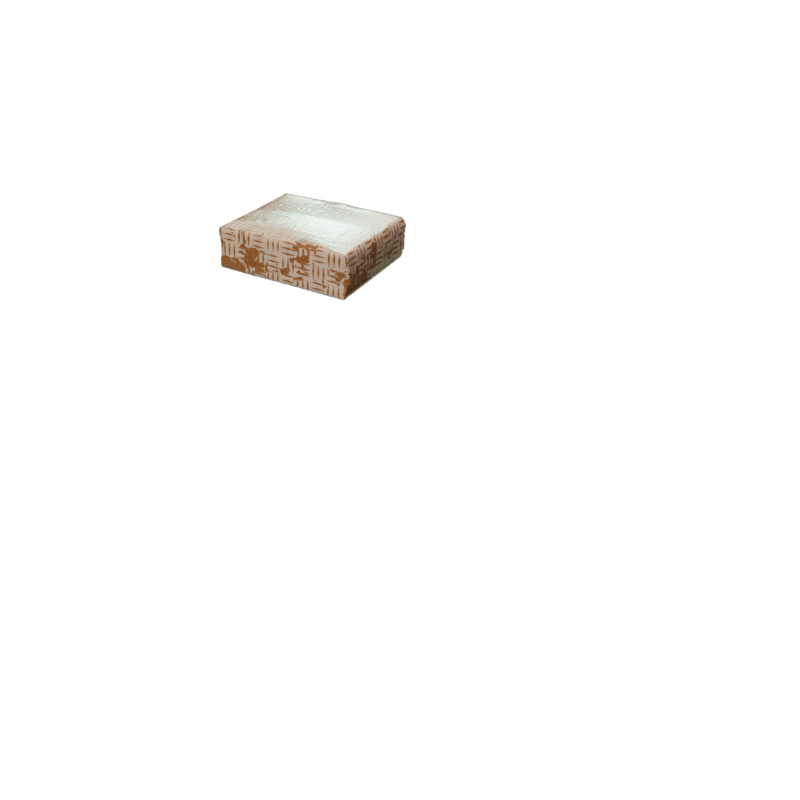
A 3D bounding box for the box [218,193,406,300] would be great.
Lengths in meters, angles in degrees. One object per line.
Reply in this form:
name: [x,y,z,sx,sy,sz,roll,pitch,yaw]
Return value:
box: [-0.052,-0.095,0.668,0.093,0.029,0.074,16,31,26]
